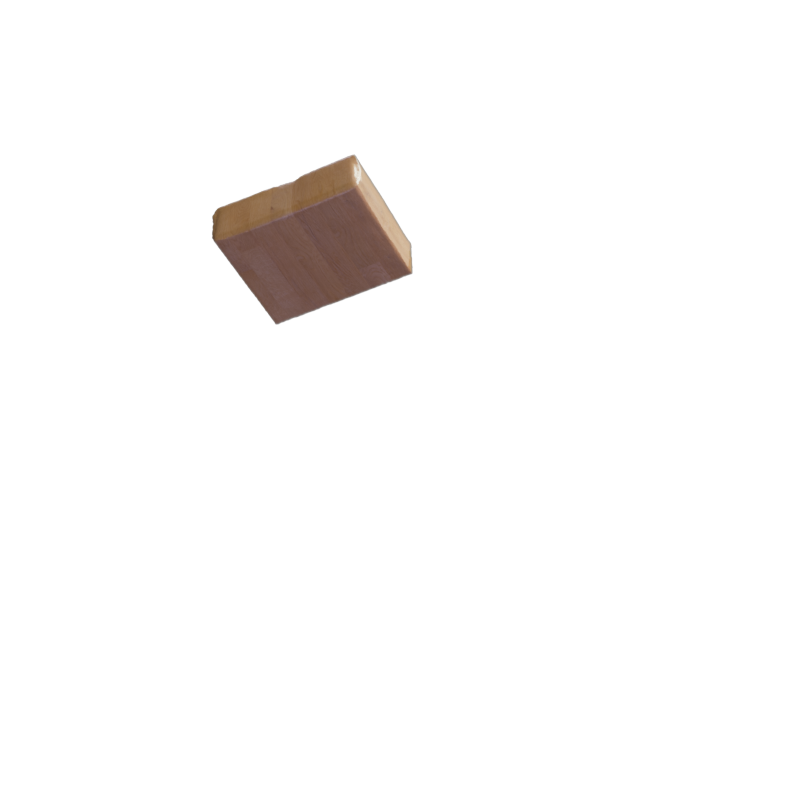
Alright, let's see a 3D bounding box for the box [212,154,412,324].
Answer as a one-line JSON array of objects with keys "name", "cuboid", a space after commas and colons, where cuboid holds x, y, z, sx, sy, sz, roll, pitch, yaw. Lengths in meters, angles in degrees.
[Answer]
[{"name": "box", "cuboid": [-0.048, -0.087, 0.610, 0.090, 0.032, 0.067, -19, -46, 18]}]
